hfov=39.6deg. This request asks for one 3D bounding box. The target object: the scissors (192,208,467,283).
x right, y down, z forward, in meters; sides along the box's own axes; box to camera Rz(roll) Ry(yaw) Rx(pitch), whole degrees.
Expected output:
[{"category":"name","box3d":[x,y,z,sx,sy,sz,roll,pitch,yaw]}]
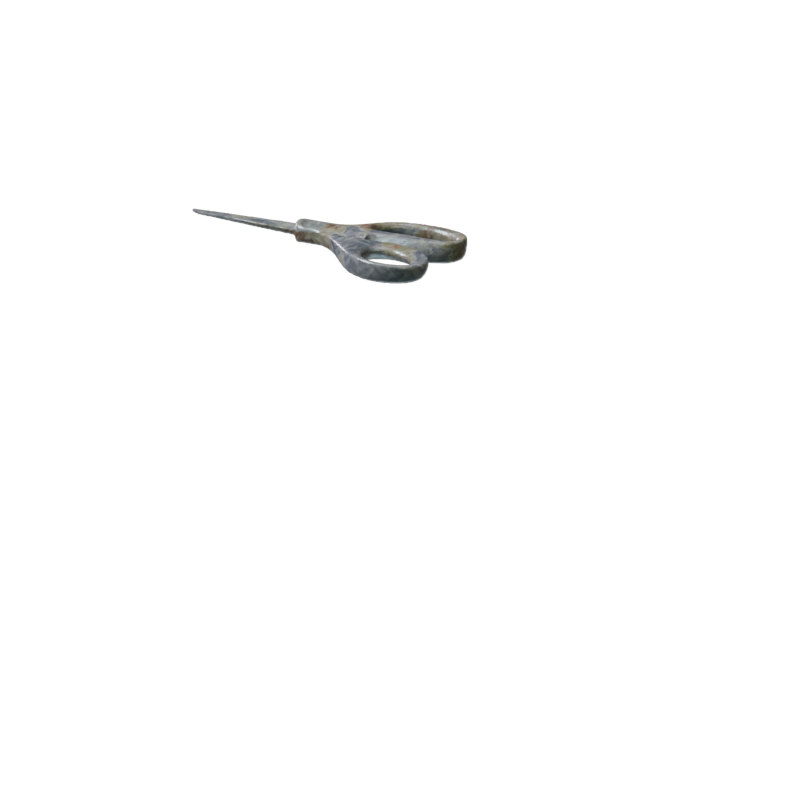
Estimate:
[{"category":"scissors","box3d":[-0.058,-0.106,0.742,0.205,0.015,0.099,6,27,12]}]
